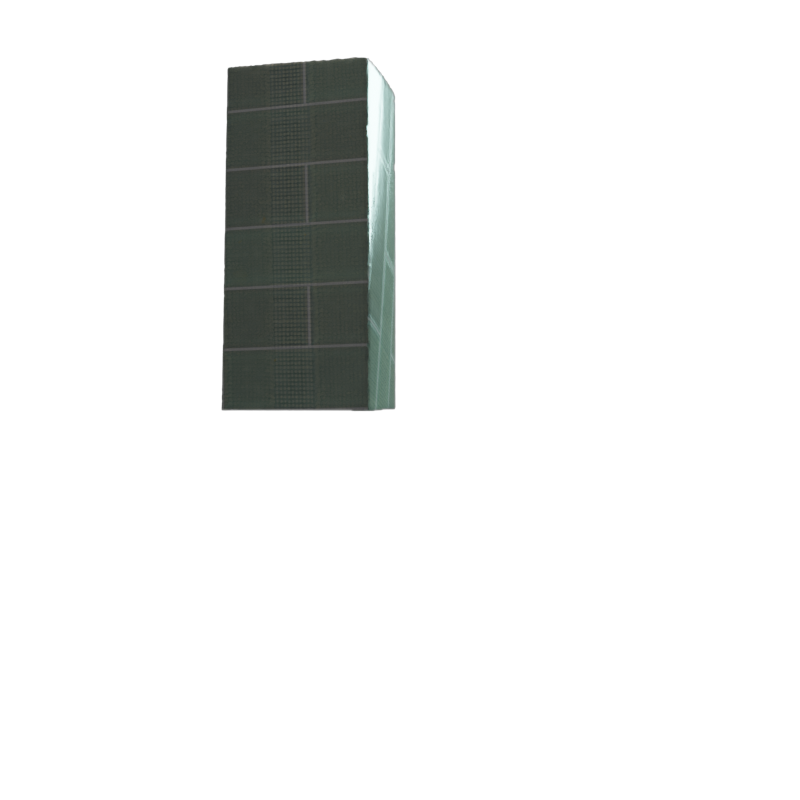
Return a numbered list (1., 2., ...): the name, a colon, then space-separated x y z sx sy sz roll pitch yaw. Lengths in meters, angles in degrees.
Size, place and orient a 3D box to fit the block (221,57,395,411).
1. block: -0.053 -0.098 0.687 0.092 0.210 0.087 -2 -7 13
